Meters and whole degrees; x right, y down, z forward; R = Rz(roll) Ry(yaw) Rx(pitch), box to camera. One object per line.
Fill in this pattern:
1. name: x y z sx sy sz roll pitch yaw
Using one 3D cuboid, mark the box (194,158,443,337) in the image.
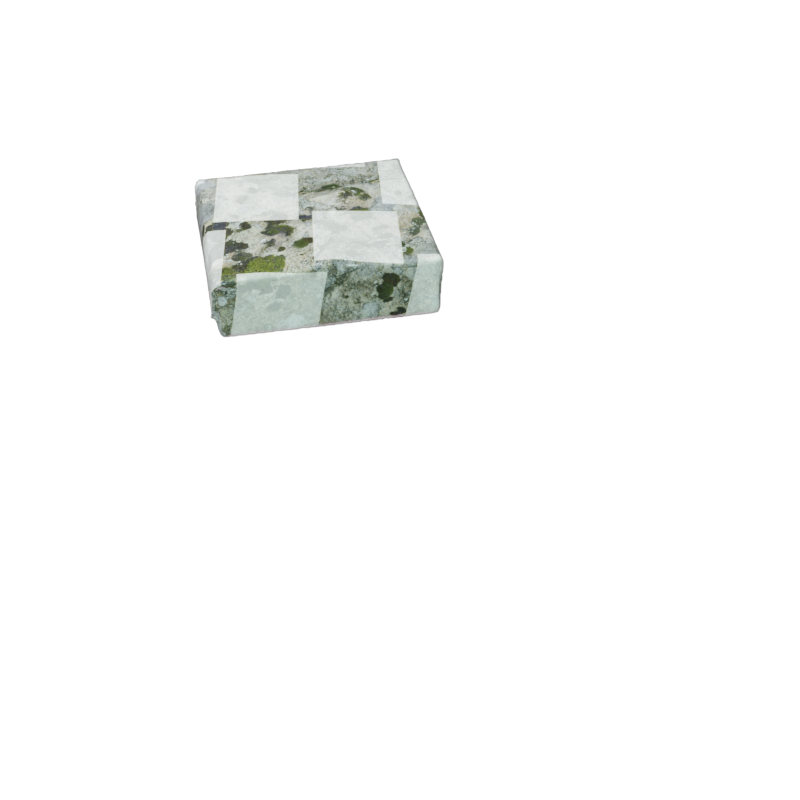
1. box: -0.035 -0.063 0.444 0.088 0.028 0.079 -7 41 -9
